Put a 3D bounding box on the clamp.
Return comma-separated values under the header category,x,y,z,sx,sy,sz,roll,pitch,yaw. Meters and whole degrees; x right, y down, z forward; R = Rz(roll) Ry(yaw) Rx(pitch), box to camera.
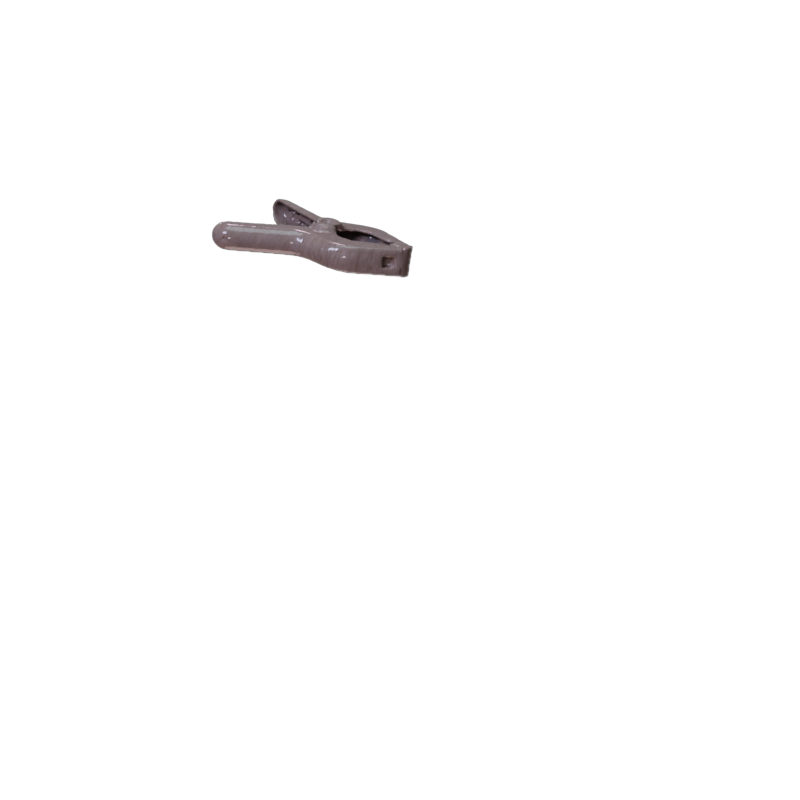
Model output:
category,x,y,z,sx,sy,sz,roll,pitch,yaw
clamp,-0.076,-0.139,0.973,0.181,0.037,0.120,18,33,31
